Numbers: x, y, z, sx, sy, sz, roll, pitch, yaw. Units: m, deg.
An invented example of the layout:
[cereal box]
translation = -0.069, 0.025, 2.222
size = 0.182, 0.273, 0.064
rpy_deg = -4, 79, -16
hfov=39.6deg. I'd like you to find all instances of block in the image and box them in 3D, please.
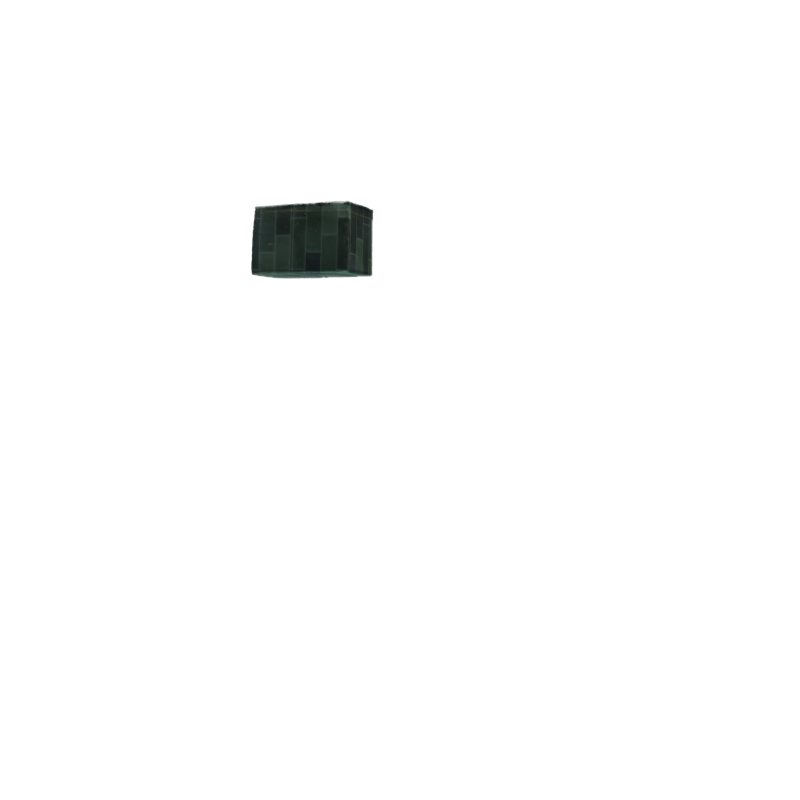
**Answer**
[block]
translation = -0.064, -0.118, 0.823
size = 0.080, 0.052, 0.051
rpy_deg = 0, -2, 23
